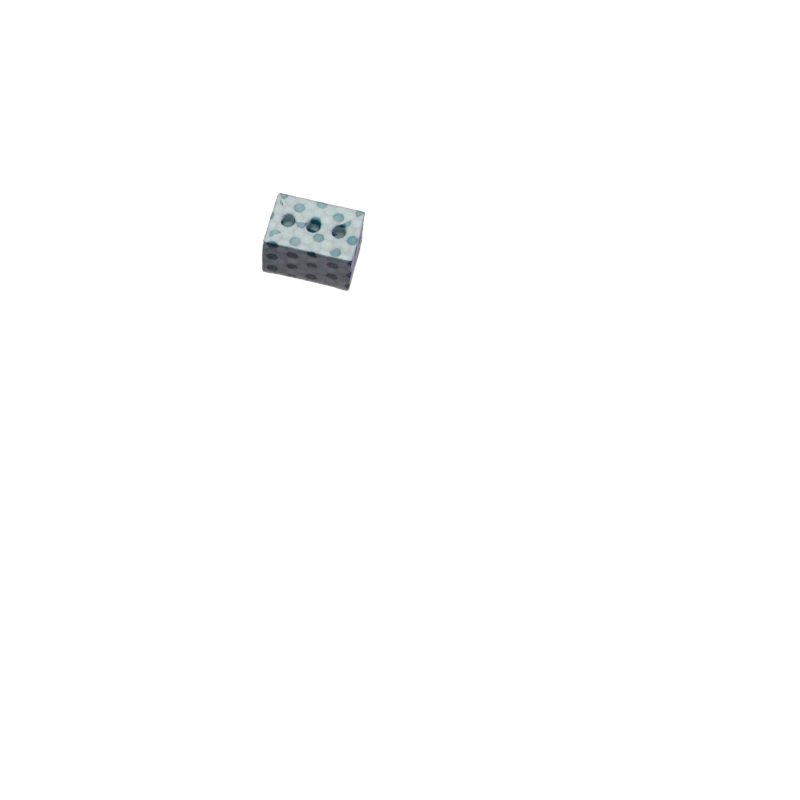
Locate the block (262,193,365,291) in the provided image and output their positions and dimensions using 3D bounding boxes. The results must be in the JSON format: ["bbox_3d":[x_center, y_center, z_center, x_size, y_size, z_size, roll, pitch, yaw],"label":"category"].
[{"bbox_3d":[-0.073,-0.134,0.939,0.079,0.055,0.048,13,-28,6],"label":"block"}]
